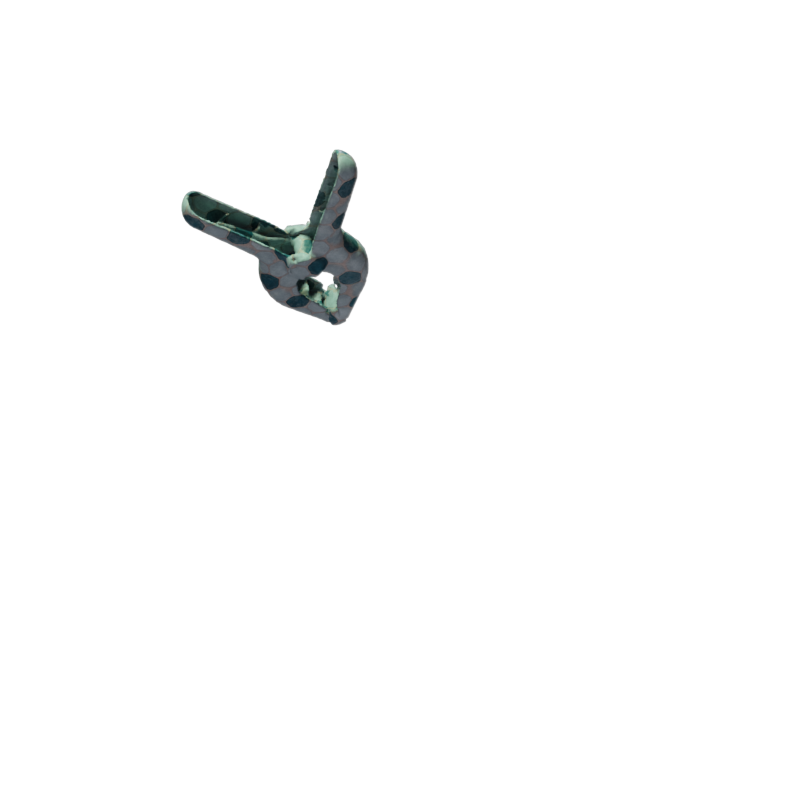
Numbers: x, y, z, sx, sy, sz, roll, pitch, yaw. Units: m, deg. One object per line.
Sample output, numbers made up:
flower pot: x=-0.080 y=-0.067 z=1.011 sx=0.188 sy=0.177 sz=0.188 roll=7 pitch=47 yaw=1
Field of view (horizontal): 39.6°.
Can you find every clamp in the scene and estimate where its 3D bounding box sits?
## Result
clamp: x=-0.061 y=-0.111 z=0.776 sx=0.122 sy=0.042 sz=0.159 roll=-13 pitch=-30 yaw=22
